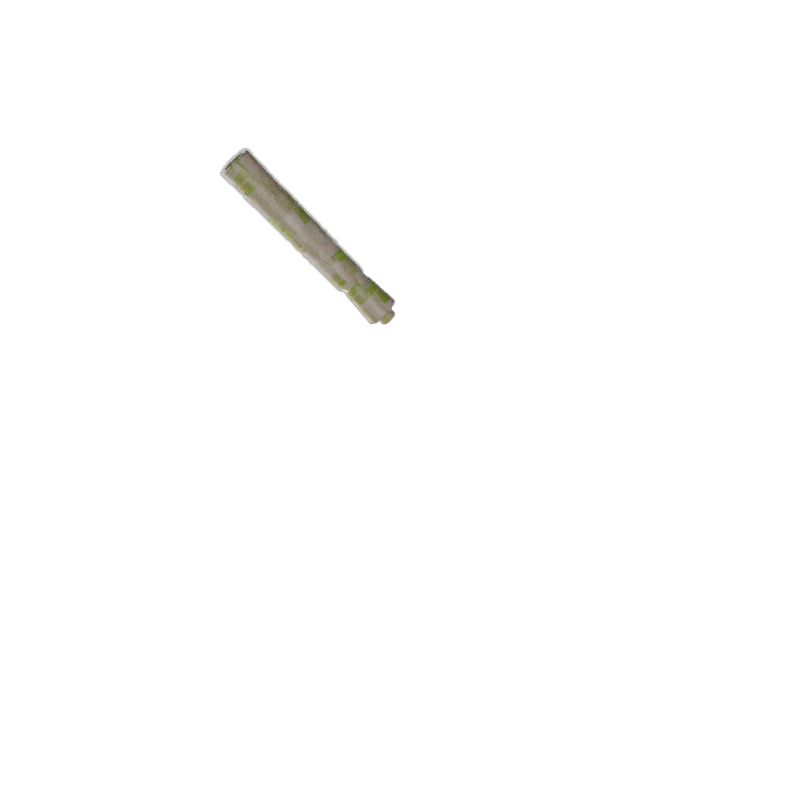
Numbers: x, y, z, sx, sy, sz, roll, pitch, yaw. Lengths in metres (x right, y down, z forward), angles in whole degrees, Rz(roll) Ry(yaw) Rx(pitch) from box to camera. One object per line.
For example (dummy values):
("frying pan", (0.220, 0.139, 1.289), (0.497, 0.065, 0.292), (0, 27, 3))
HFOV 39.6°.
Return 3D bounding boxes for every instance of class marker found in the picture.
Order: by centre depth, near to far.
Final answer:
("marker", (-0.046, -0.084, 0.587), (0.117, 0.020, 0.020), (45, -12, -14))
